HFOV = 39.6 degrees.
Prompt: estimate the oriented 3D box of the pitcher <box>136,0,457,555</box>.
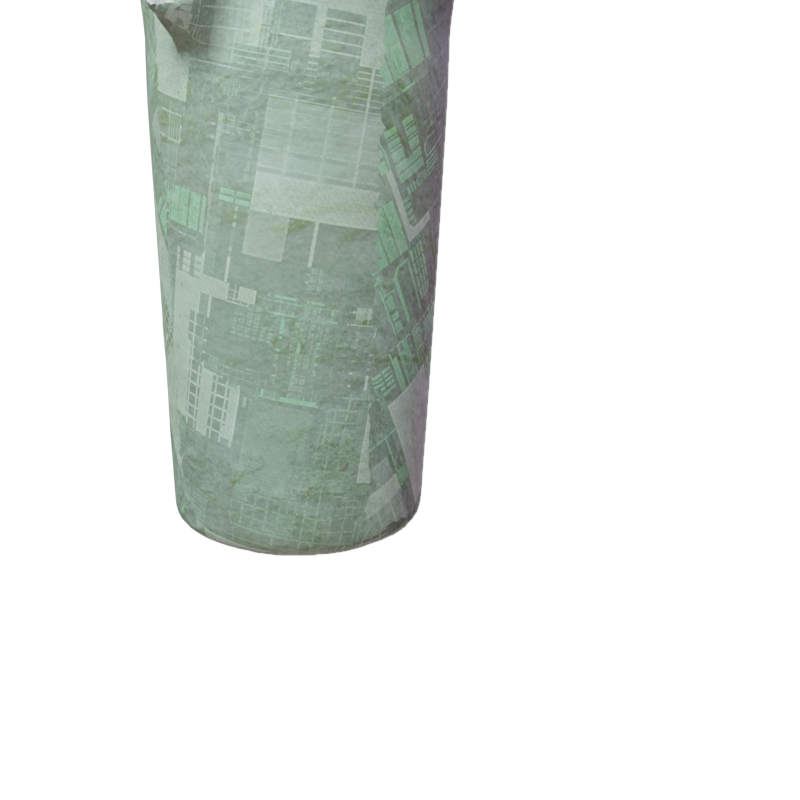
[{"bbox_3d":[-0.038,-0.069,0.485,0.147,0.239,0.150,-2,9,-14],"label":"pitcher"}]
